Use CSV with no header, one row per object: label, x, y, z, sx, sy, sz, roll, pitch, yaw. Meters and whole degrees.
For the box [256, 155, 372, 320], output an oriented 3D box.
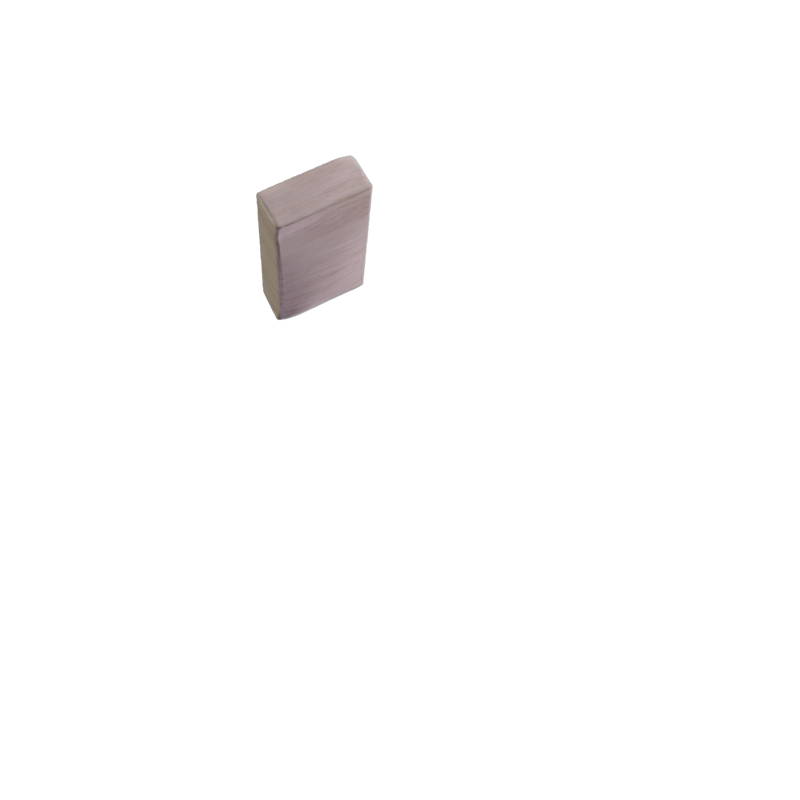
box,-0.077,-0.141,0.987,0.093,0.051,0.166,-25,-22,-15
